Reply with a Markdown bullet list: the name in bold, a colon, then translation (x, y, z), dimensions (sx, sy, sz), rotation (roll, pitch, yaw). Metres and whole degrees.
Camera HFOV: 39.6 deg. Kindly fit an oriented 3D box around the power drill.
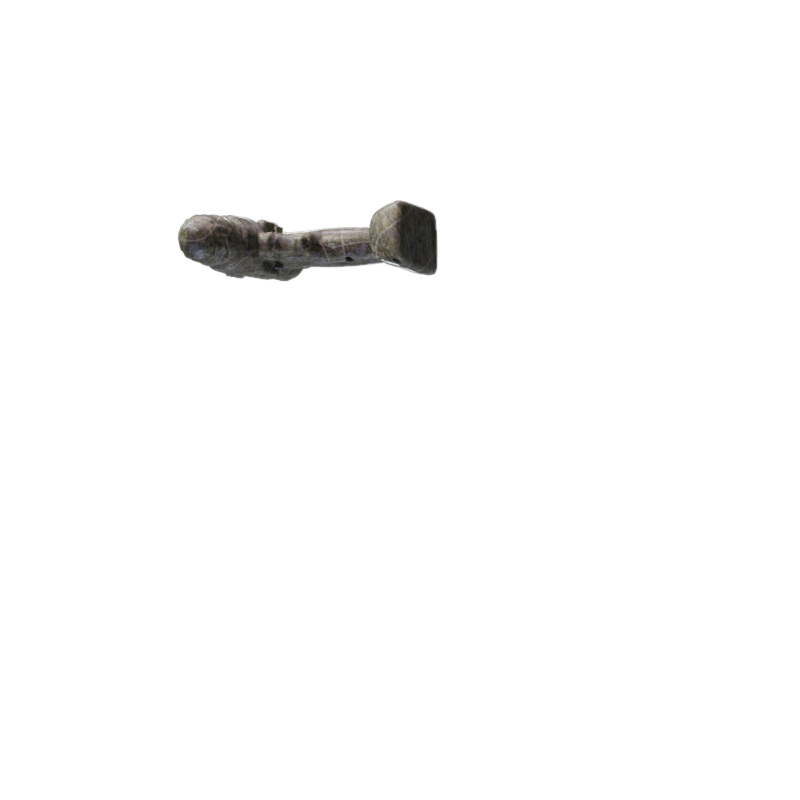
- **power drill**: translation (-0.074, -0.135, 0.945), dimensions (0.193, 0.058, 0.179), rotation (1, 2, 23)
